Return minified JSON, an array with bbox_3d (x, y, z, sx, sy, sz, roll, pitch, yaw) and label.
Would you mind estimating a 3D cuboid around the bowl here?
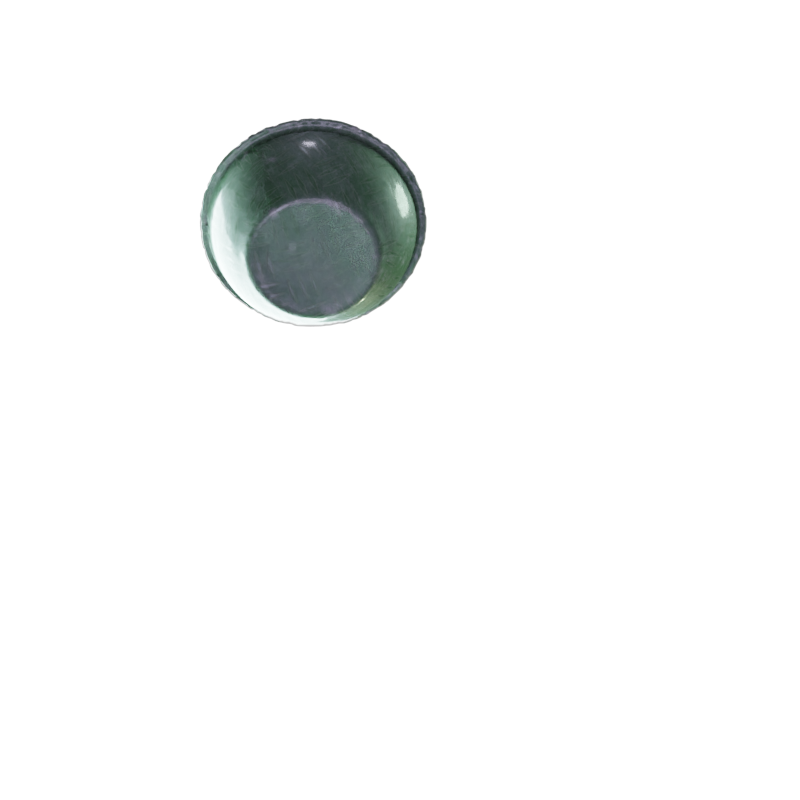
[{"bbox_3d":[-0.060,-0.110,0.767,0.162,0.153,0.058,1,27,-1],"label":"bowl"}]
